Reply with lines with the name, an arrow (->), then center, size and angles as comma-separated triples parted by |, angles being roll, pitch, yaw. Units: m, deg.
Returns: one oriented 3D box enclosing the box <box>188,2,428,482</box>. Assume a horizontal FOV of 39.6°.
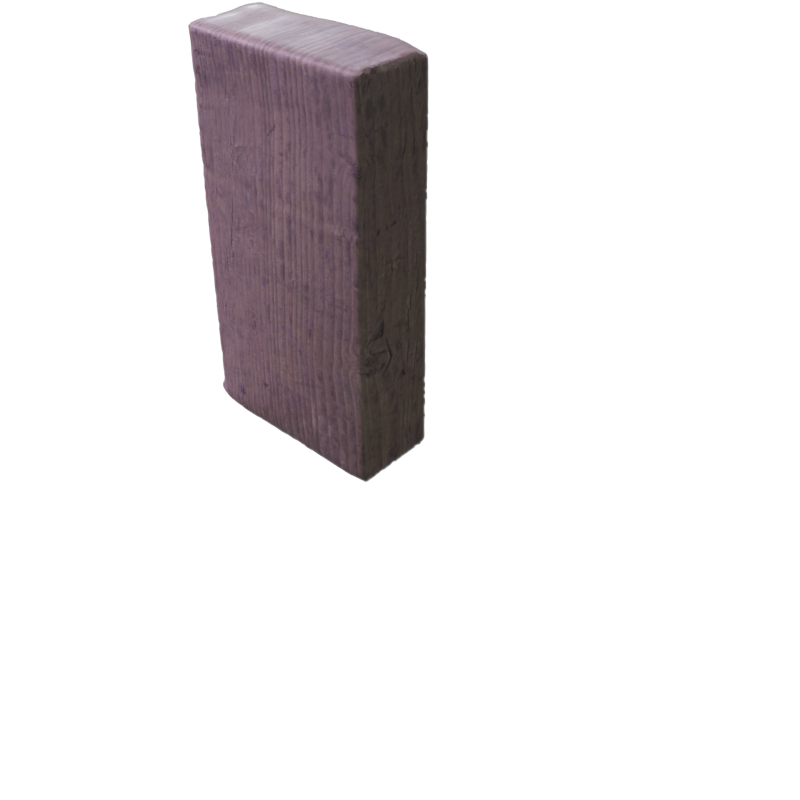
box -> -0.035, -0.064, 0.449 | 0.099, 0.166, 0.048 | 27, 38, 36
